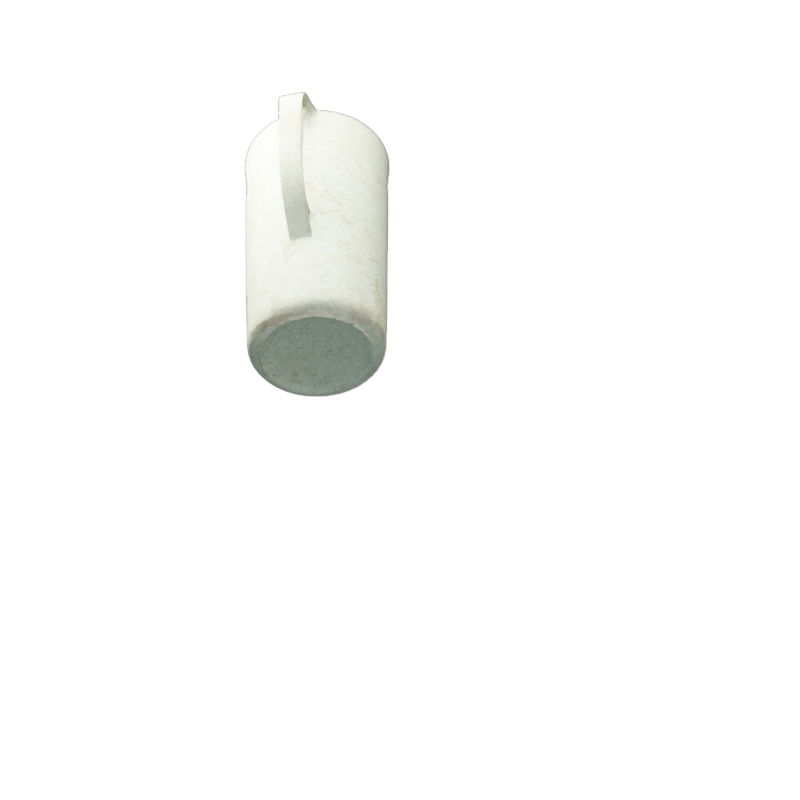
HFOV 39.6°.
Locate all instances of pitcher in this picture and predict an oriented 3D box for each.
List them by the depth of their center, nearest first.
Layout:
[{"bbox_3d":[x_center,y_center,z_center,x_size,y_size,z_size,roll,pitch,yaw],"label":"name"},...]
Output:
[{"bbox_3d":[-0.073,-0.133,0.928,0.142,0.261,0.142,25,-52,-26],"label":"pitcher"}]
